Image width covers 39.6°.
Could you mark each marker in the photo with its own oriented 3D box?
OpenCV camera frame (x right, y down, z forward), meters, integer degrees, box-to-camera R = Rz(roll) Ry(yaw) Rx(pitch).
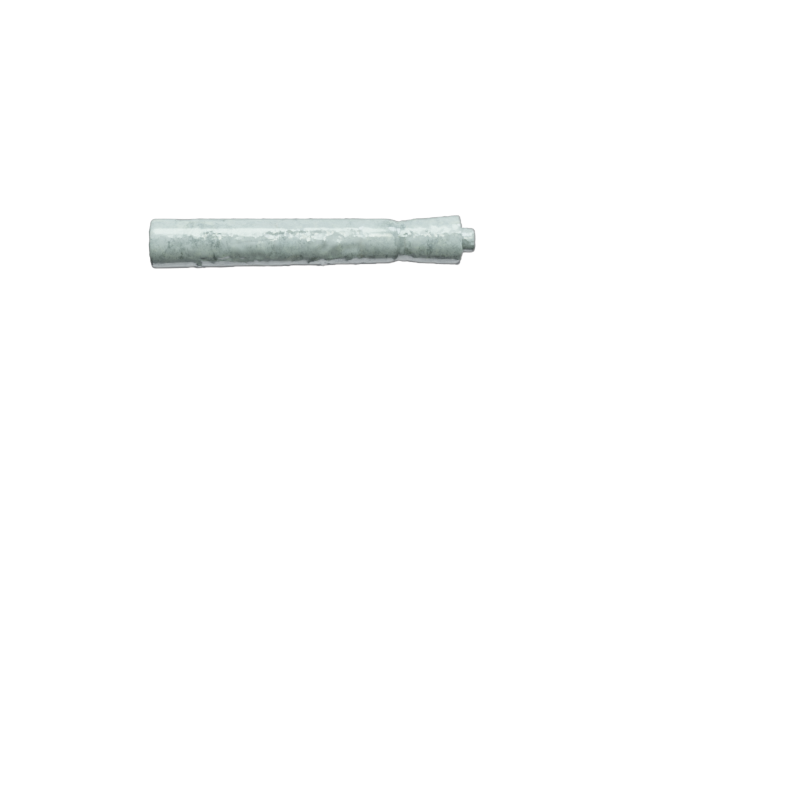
[{"bbox_3d":[-0.032,-0.059,0.415,0.121,0.020,0.020,-1,4,-1],"label":"marker"}]
